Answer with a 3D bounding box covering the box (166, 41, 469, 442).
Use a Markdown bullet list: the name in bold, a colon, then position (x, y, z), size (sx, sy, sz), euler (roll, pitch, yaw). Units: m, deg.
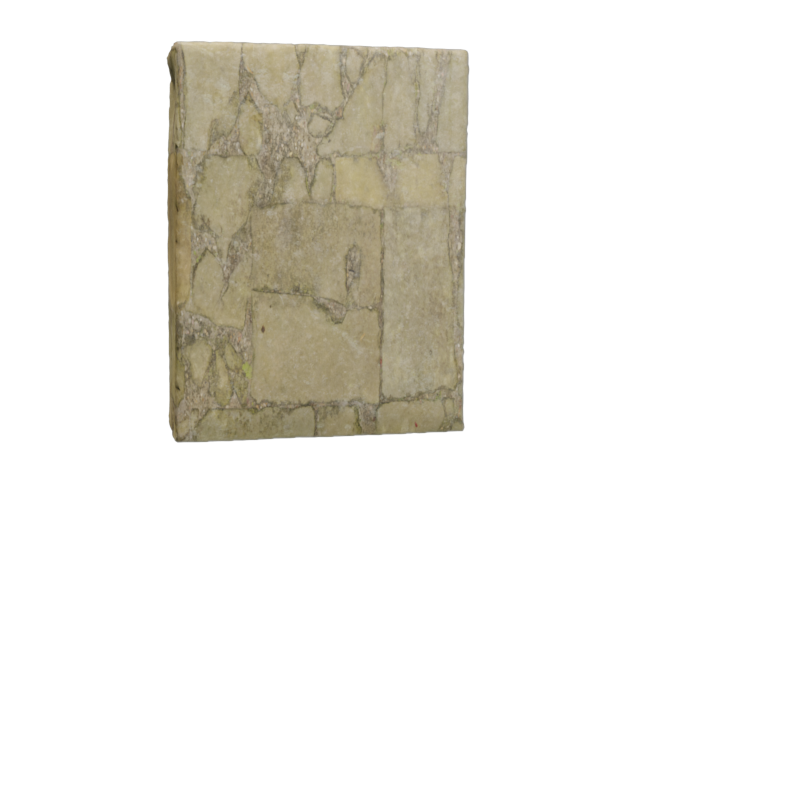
- **box**: position (-0.049, -0.090, 0.627), size (0.161, 0.213, 0.073), euler (-1, 3, -13)
